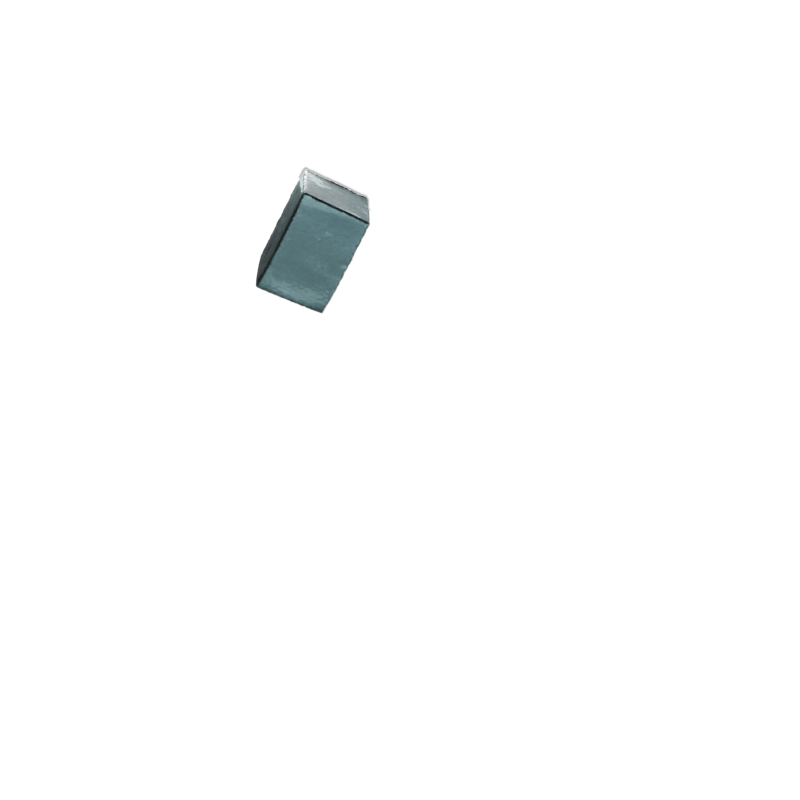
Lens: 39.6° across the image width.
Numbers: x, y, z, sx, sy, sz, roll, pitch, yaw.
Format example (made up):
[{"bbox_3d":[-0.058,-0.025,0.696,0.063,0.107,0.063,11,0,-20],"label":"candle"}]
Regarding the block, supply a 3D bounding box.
[{"bbox_3d":[-0.061,-0.111,0.776,0.051,0.076,0.054,25,22,-13],"label":"block"}]
